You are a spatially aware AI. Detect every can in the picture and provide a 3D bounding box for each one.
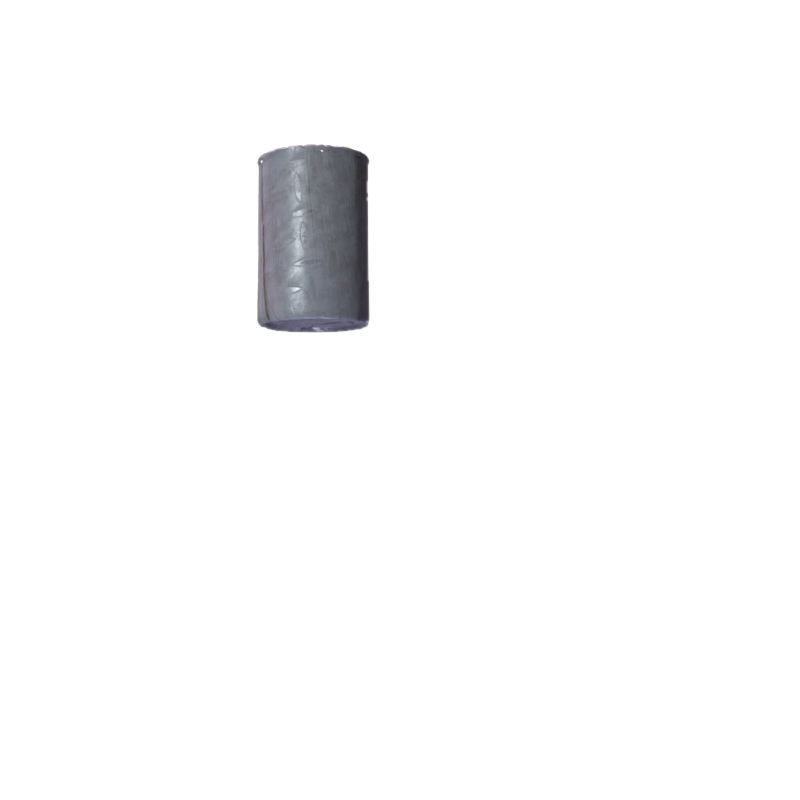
[{"bbox_3d":[-0.052,-0.095,0.666,0.068,0.105,0.067,0,-9,-2],"label":"can"}]
